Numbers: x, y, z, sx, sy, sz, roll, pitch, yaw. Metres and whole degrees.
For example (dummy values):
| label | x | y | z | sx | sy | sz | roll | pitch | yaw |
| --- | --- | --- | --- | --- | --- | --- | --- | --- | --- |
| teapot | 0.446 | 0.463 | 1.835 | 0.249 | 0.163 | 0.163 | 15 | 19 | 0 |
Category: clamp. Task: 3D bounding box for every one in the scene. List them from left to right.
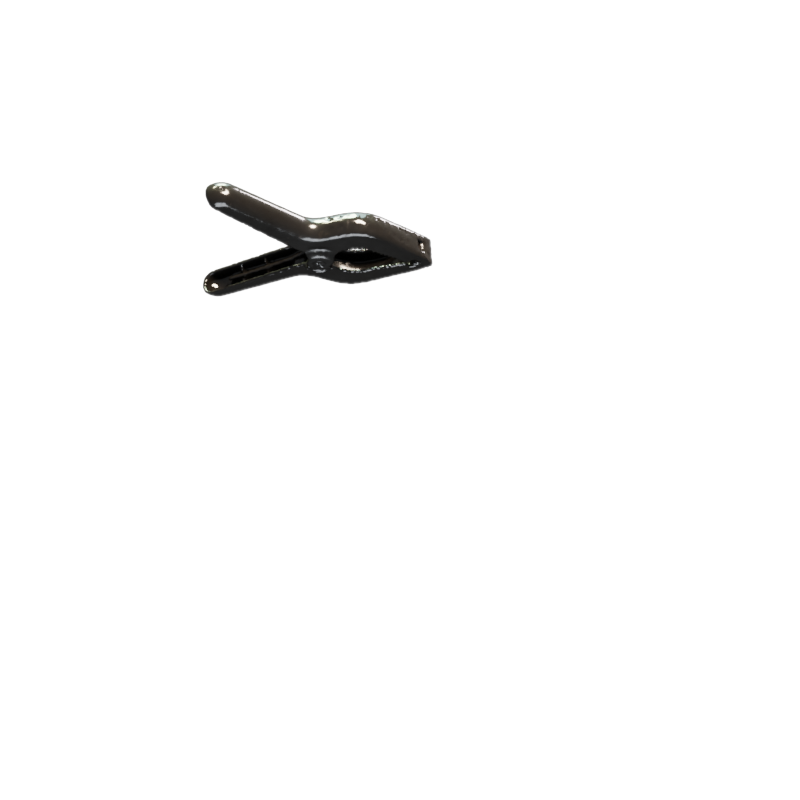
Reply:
| label | x | y | z | sx | sy | sz | roll | pitch | yaw |
| --- | --- | --- | --- | --- | --- | --- | --- | --- | --- |
| clamp | -0.076 | -0.139 | 0.975 | 0.210 | 0.039 | 0.155 | 0 | -25 | 0 |
